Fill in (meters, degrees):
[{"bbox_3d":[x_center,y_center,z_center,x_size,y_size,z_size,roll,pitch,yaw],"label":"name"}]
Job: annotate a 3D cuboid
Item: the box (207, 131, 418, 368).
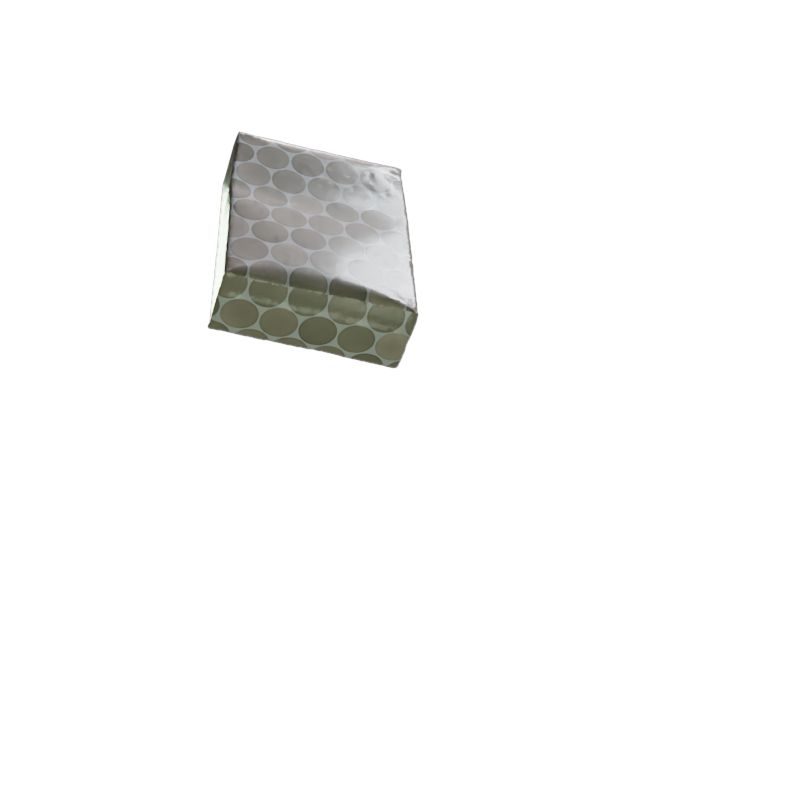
[{"bbox_3d":[-0.076,-0.138,0.968,0.161,0.068,0.229,11,41,-12],"label":"box"}]
